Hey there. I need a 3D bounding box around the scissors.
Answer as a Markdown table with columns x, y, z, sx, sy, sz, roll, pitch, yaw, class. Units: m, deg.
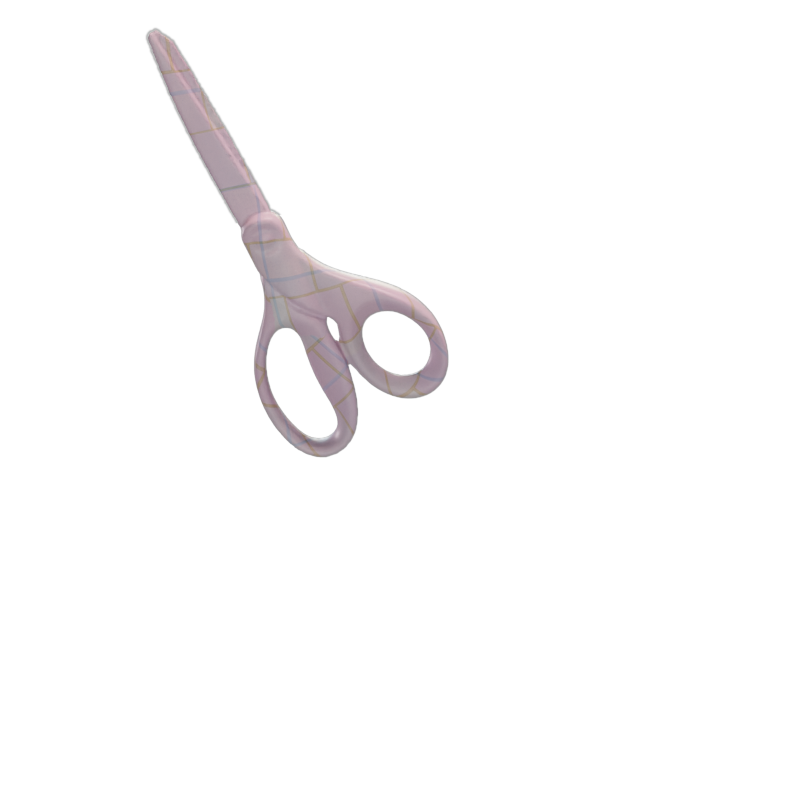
| x | y | z | sx | sy | sz | roll | pitch | yaw | class |
| --- | --- | --- | --- | --- | --- | --- | --- | --- | --- |
| -0.037 | -0.068 | 0.475 | 0.096 | 0.192 | 0.016 | -10 | 19 | 4 | scissors |
